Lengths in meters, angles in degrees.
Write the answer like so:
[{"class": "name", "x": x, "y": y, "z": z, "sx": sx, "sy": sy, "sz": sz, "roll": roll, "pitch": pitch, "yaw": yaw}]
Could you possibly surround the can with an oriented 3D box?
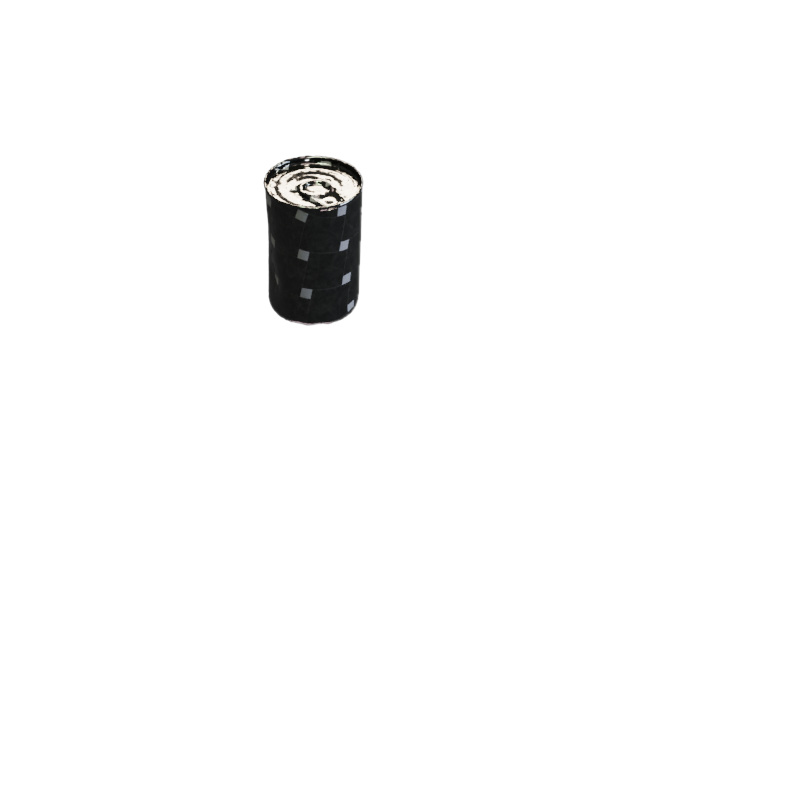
[{"class": "can", "x": -0.061, "y": -0.112, "z": 0.783, "sx": 0.068, "sy": 0.095, "sz": 0.073, "roll": 0, "pitch": 38, "yaw": -3}]
